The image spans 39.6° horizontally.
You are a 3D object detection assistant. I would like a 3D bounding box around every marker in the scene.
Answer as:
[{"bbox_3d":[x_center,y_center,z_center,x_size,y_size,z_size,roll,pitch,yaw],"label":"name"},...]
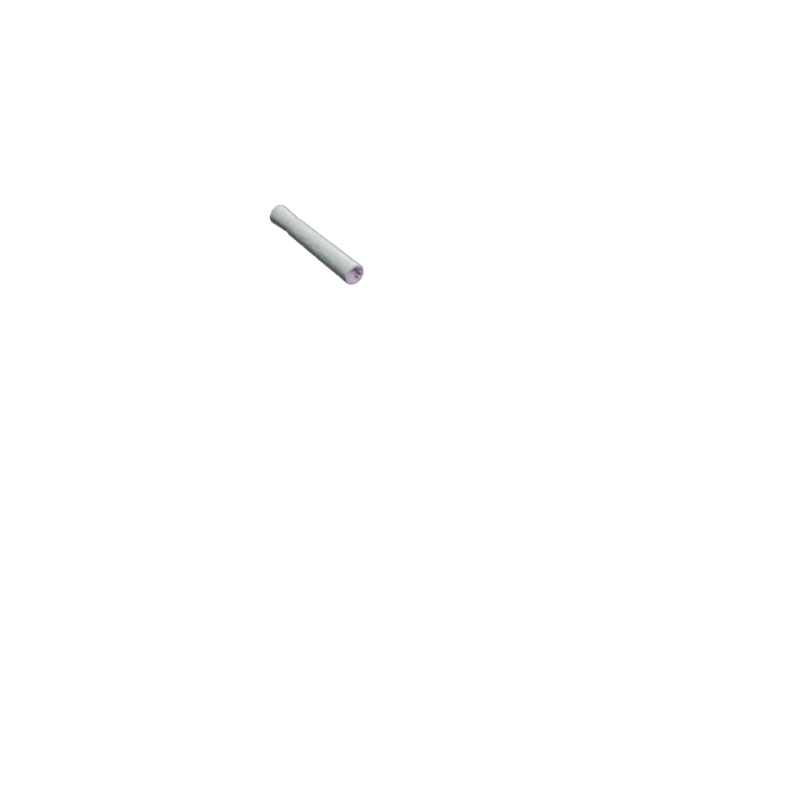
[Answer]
[{"bbox_3d":[-0.073,-0.134,0.936,0.019,0.019,0.130,-3,32,-40],"label":"marker"}]
